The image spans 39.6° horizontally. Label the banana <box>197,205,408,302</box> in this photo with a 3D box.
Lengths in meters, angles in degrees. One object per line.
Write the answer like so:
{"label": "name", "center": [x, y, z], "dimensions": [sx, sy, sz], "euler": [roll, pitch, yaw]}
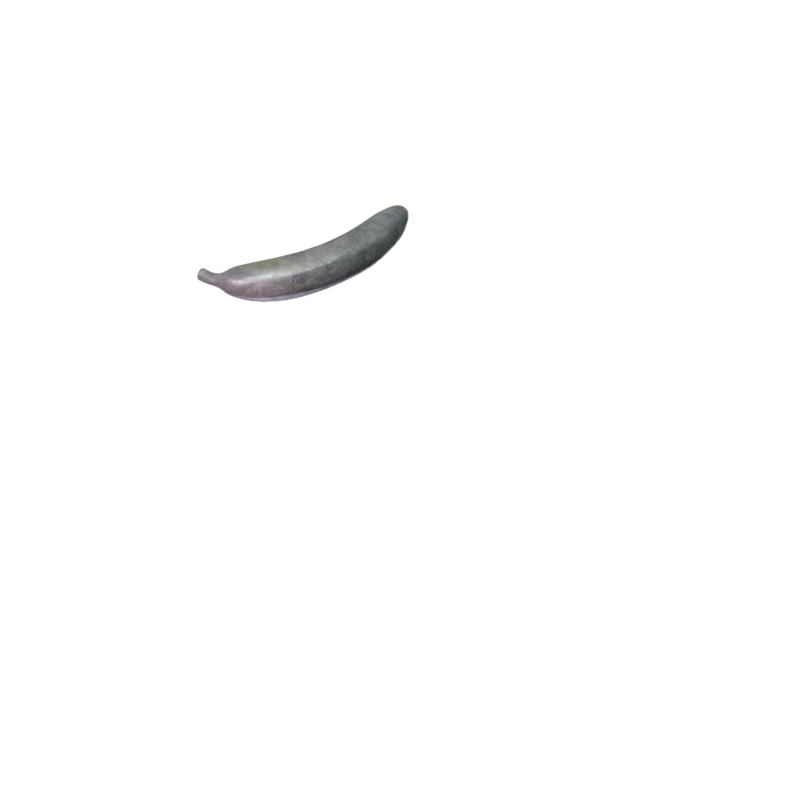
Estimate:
{"label": "banana", "center": [-0.070, -0.122, 0.942], "dimensions": [0.196, 0.034, 0.075], "euler": [-19, 49, -18]}
